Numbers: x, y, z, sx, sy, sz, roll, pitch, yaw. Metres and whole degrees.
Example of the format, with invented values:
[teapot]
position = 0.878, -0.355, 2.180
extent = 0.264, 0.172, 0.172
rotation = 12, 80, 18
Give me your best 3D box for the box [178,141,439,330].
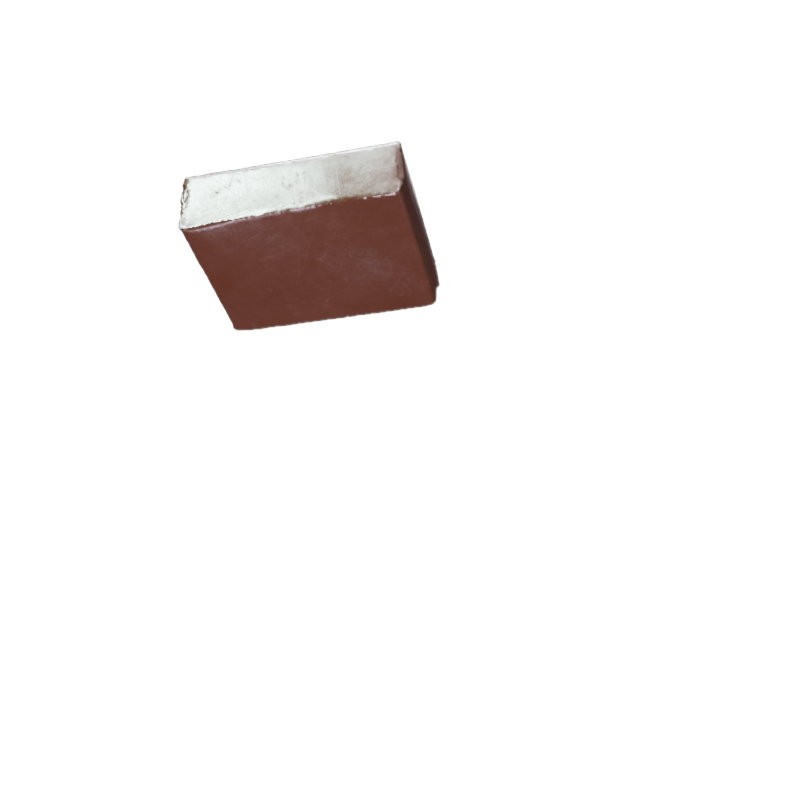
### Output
[box]
position = -0.044, -0.080, 0.560
extent = 0.114, 0.042, 0.083
rotation = -8, -38, 10
